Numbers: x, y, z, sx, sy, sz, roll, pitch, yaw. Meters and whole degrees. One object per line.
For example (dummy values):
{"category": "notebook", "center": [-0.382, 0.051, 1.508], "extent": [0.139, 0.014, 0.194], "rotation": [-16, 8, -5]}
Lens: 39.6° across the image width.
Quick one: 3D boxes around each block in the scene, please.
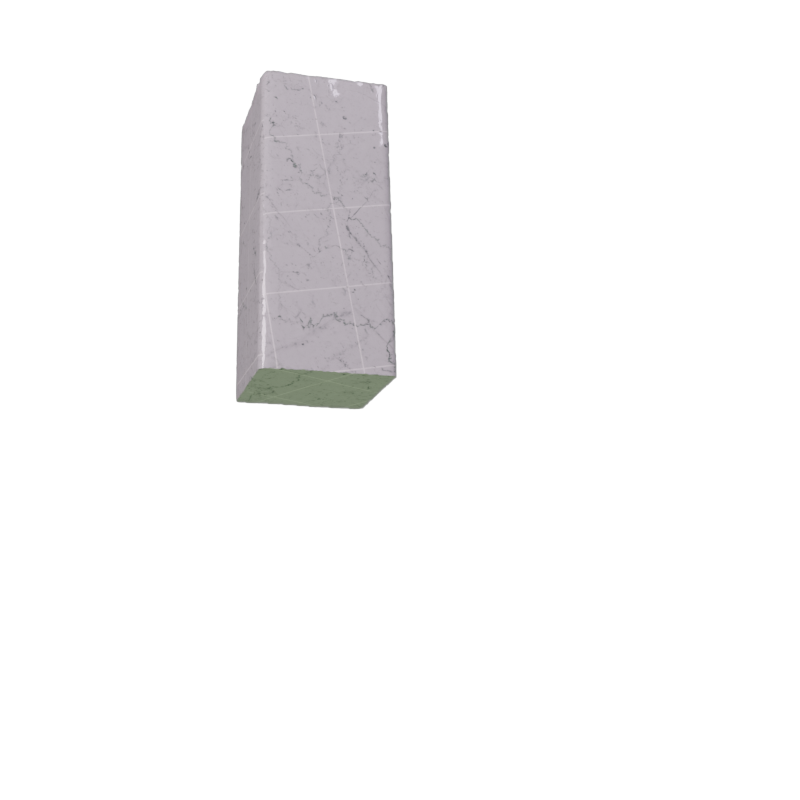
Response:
{"category": "block", "center": [-0.059, -0.107, 0.750], "extent": [0.088, 0.216, 0.088], "rotation": [4, -21, -15]}
